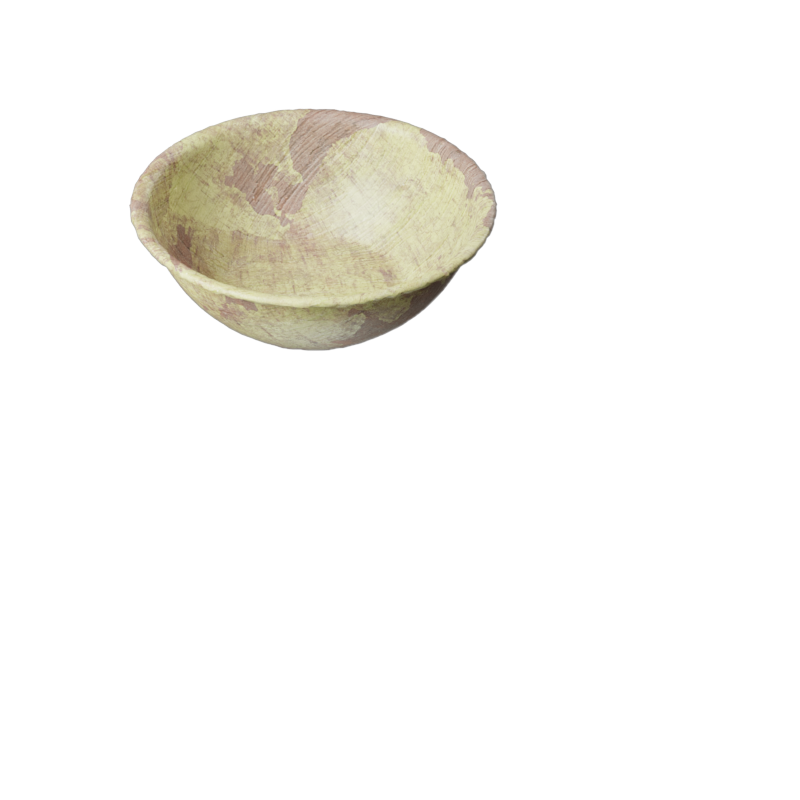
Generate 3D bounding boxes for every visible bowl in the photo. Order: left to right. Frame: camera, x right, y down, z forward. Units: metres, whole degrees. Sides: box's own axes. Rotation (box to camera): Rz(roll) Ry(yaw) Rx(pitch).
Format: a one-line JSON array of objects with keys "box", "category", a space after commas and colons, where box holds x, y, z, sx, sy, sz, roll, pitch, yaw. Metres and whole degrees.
[{"box": [-0.040, -0.072, 0.505, 0.162, 0.051, 0.174, -1, 39, -2], "category": "bowl"}]
